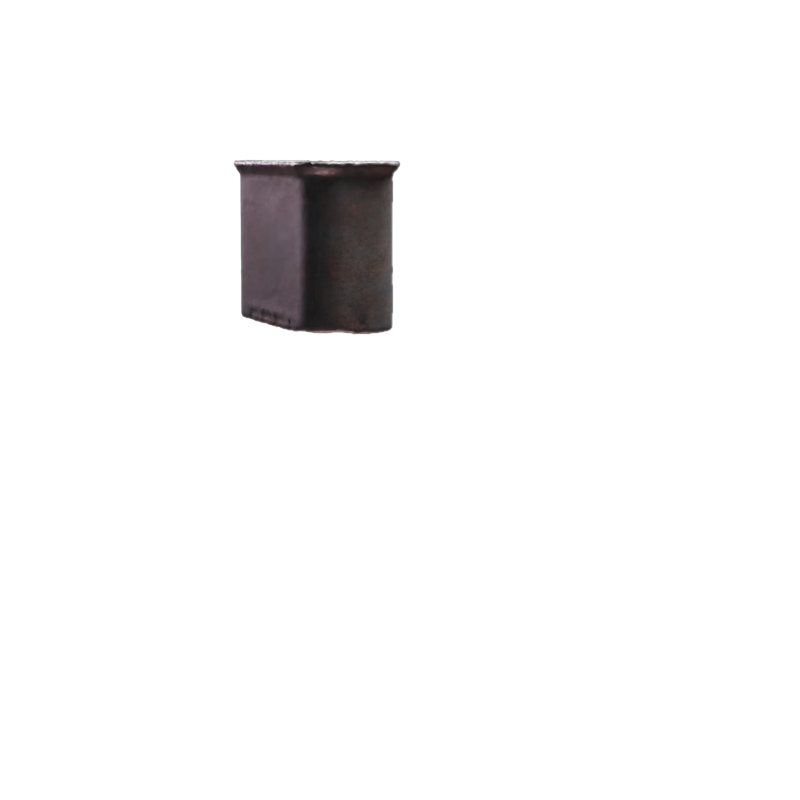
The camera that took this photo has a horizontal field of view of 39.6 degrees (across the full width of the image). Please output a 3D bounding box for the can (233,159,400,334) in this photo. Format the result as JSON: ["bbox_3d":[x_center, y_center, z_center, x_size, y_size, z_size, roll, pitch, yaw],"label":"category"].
[{"bbox_3d":[-0.044,-0.081,0.569,0.056,0.083,0.107,-4,10,-31],"label":"can"}]
